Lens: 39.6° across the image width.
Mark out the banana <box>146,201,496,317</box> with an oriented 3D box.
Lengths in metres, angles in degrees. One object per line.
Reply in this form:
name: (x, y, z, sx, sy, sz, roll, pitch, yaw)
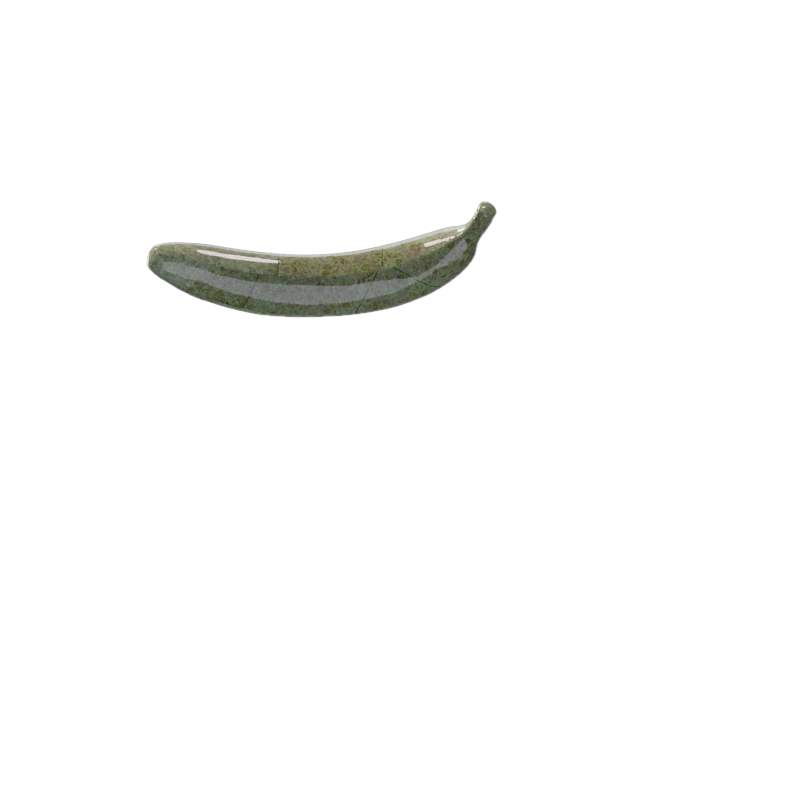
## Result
banana: (-0.043, -0.077, 0.637, 0.199, 0.064, 0.039, -8, 39, 6)
